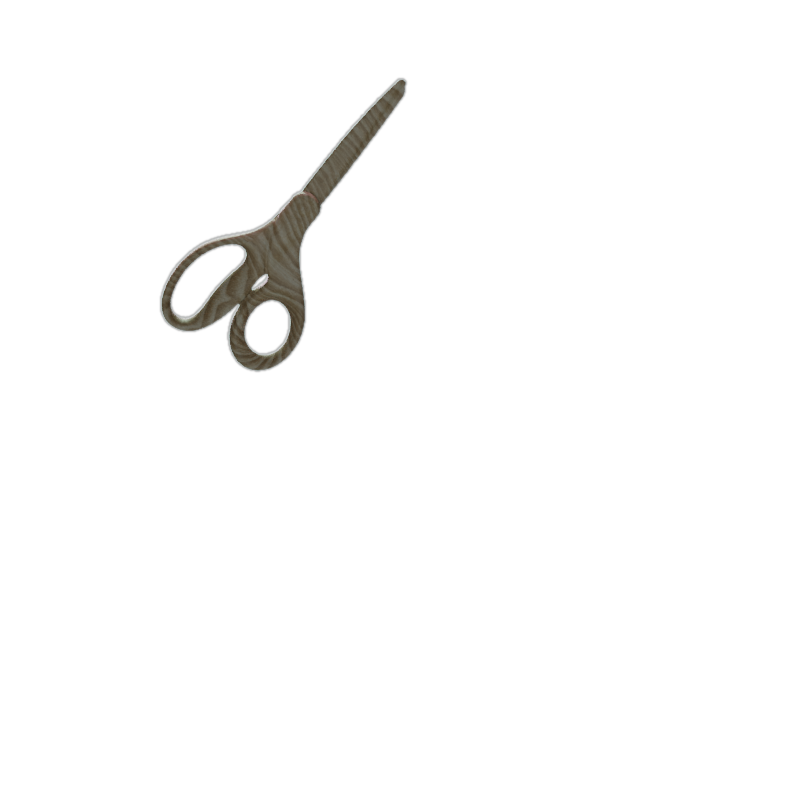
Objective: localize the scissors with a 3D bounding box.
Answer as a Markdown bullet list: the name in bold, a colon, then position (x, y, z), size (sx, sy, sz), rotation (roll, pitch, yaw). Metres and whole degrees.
- **scissors**: position (-0.052, -0.096, 0.670), size (0.201, 0.094, 0.016), rotation (-35, 6, 4)
